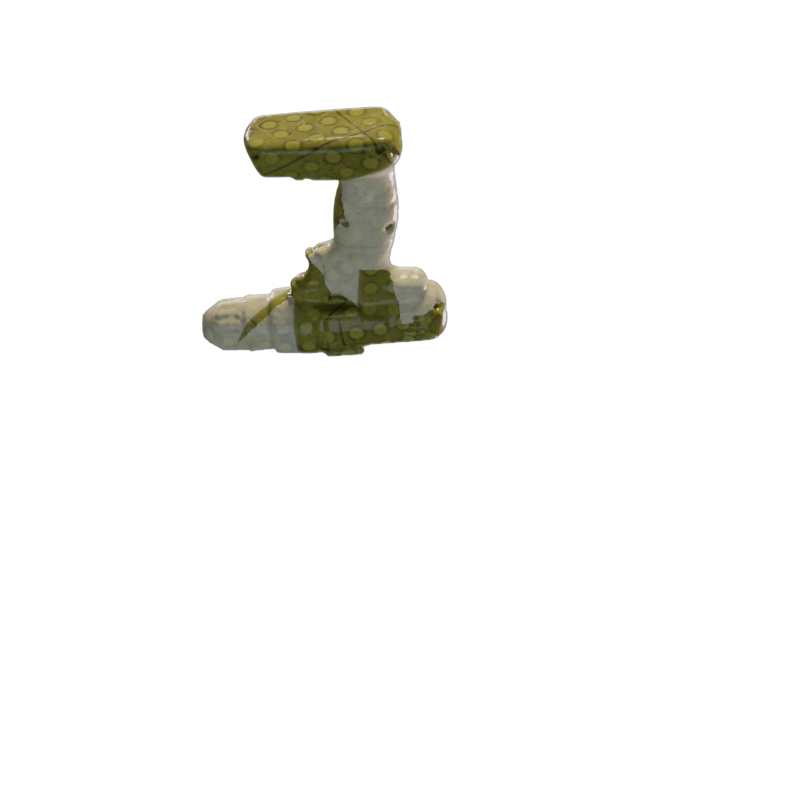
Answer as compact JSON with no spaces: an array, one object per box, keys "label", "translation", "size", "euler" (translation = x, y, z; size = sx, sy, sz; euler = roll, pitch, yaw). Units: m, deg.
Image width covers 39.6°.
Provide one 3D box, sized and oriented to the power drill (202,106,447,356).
[{"label":"power drill","translation":[-0.062,-0.113,0.794],"size":[0.185,0.175,0.061],"euler":[-4,37,3]}]
